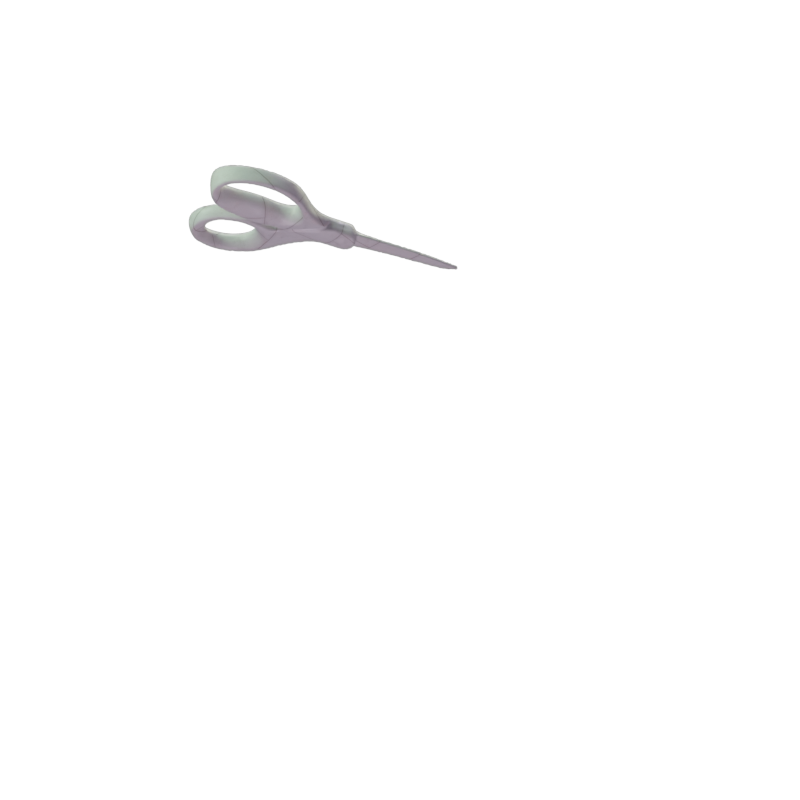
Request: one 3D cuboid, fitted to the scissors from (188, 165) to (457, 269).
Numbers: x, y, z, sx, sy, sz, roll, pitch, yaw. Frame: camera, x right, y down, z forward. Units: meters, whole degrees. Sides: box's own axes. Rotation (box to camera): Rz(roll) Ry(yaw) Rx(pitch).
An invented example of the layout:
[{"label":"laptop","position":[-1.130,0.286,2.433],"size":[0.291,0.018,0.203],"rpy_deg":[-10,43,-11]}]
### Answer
[{"label":"scissors","position":[-0.060,-0.110,0.770],"size":[0.097,0.017,0.189],"rpy_deg":[-22,-32,39]}]
